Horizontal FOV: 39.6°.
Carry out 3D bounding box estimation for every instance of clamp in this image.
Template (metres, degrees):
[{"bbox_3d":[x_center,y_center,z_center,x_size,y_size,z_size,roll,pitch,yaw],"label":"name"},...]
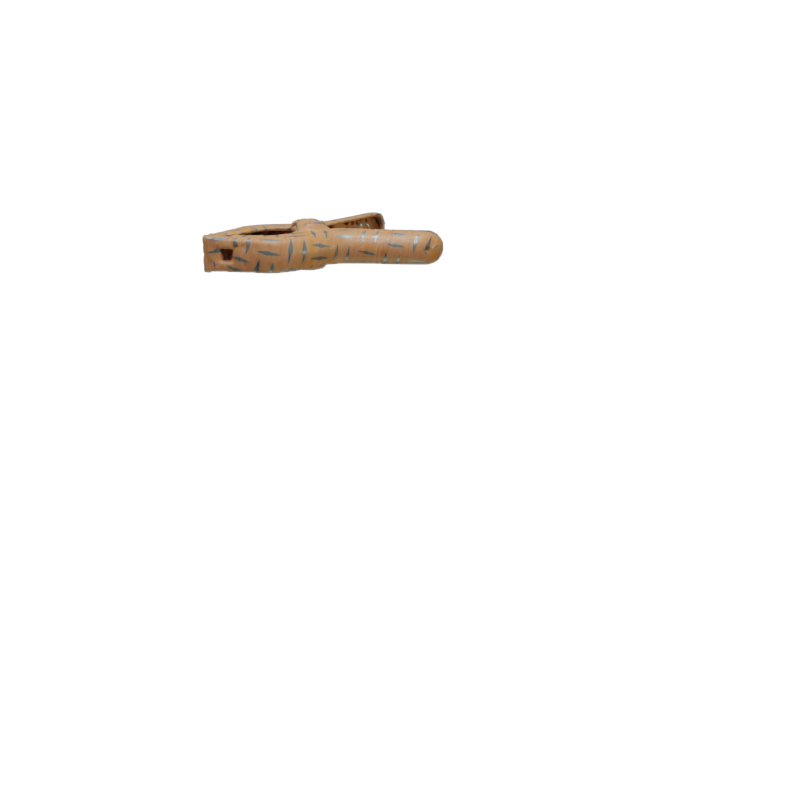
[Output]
[{"bbox_3d":[-0.065,-0.119,0.835,0.169,0.038,0.124,-3,12,-12],"label":"clamp"}]
